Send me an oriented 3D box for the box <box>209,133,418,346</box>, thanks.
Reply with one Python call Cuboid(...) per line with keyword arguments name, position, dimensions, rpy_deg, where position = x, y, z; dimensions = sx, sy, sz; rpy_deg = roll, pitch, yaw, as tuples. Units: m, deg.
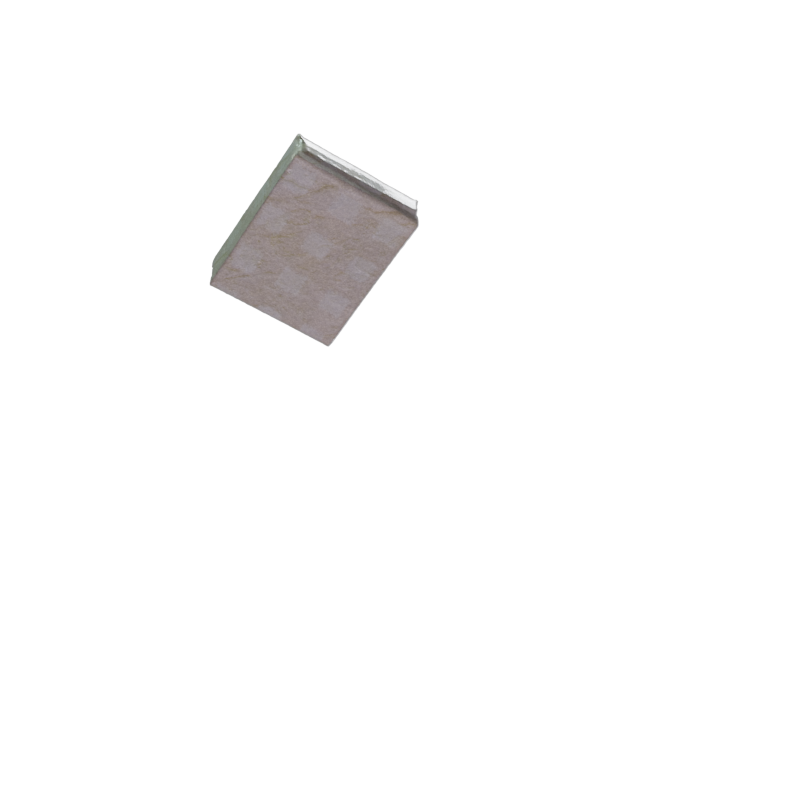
Cuboid(name="box", position=(-0.044, -0.081, 0.566), dimensions=(0.071, 0.087, 0.032), rpy_deg=(29, 27, -17))
